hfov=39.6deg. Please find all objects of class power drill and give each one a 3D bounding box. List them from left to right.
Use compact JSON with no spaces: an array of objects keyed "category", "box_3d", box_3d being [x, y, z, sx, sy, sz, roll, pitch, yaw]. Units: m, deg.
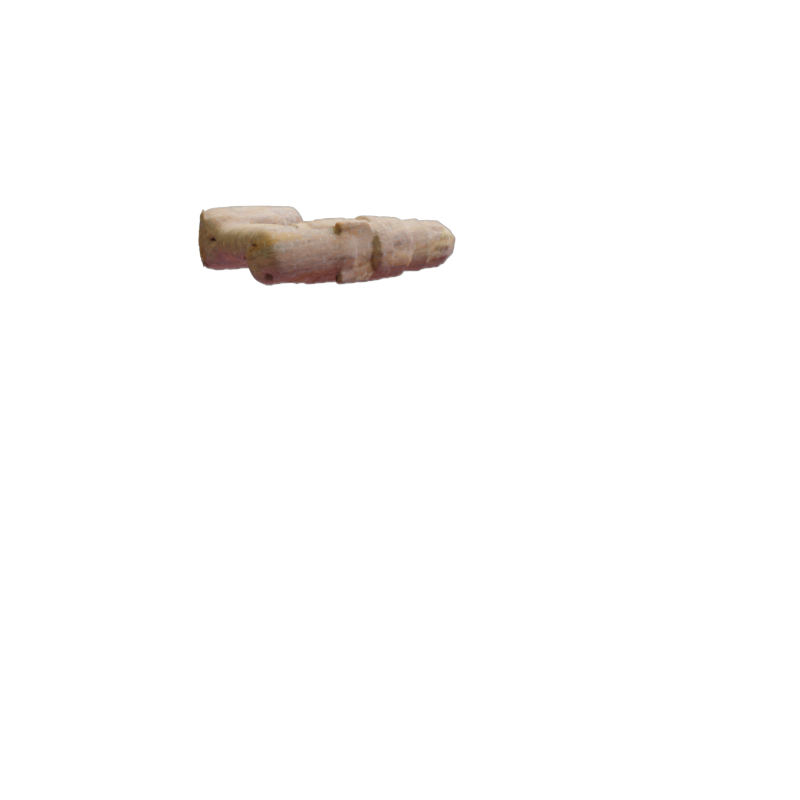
[{"category":"power drill","box_3d":[-0.073,-0.133,0.934,0.179,0.056,0.197,-7,13,-32]}]
